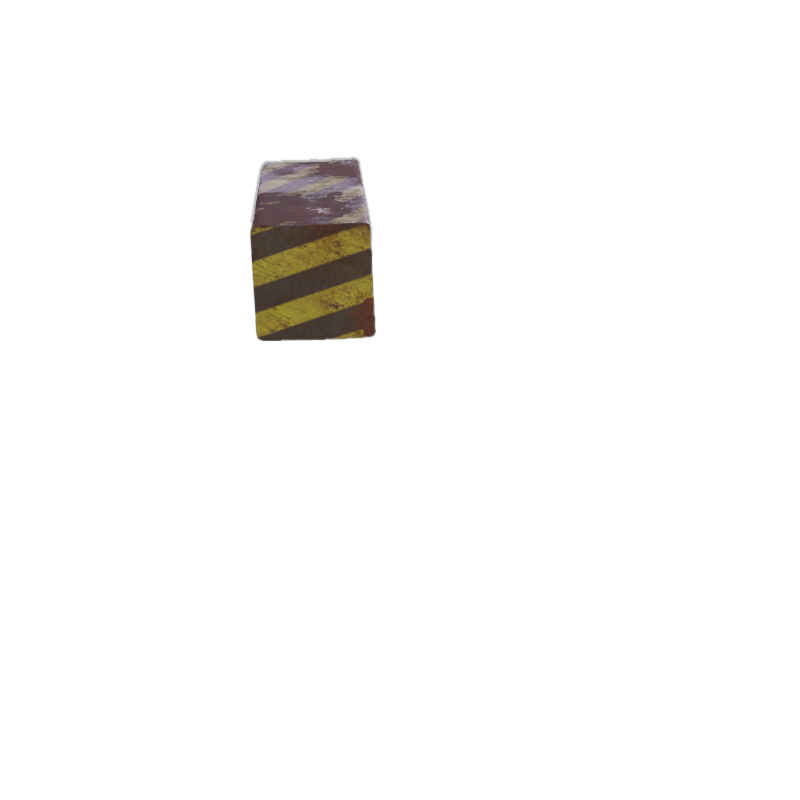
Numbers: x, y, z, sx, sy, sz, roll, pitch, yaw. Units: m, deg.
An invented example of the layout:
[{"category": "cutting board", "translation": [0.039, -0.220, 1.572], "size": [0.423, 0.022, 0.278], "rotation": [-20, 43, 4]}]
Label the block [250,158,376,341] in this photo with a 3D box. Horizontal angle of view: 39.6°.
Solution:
[{"category": "block", "translation": [-0.071, -0.129, 0.903], "size": [0.090, 0.086, 0.216], "rotation": [-3, 24, -3]}]
